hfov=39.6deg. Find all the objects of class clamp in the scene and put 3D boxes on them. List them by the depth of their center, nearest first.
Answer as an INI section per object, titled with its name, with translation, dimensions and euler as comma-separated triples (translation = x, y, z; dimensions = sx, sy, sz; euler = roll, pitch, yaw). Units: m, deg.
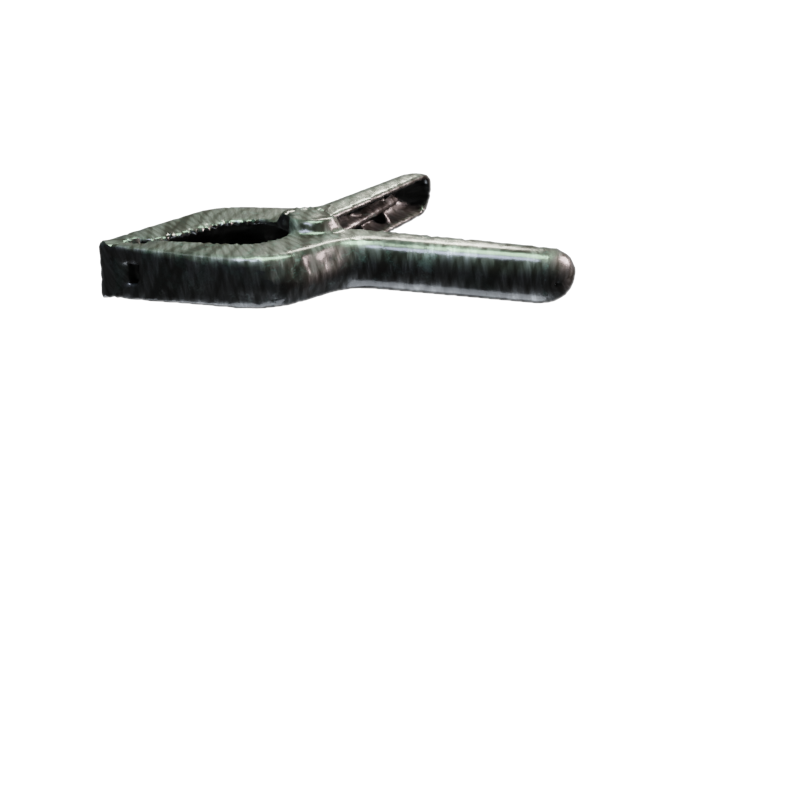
[clamp]
translation = -0.043, -0.079, 0.551
dimensions = 0.207, 0.035, 0.175
euler = -6, 25, -13
